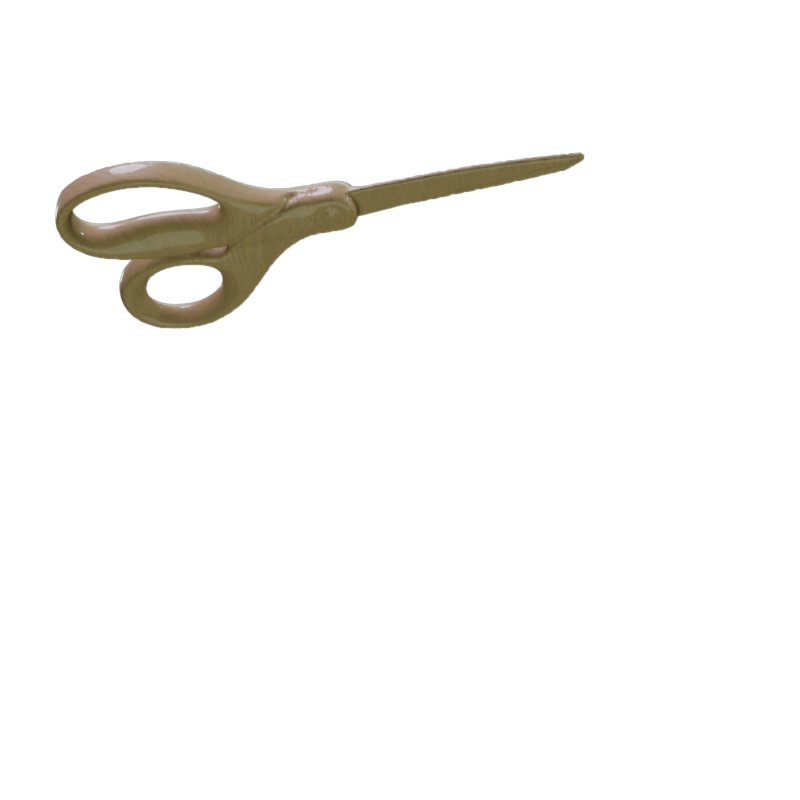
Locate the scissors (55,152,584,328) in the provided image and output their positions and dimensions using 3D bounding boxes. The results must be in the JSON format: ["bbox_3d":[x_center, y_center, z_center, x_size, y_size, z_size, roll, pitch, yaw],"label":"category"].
[{"bbox_3d":[-0.035,-0.063,0.445,0.201,0.017,0.090,1,-39,-1],"label":"scissors"}]
